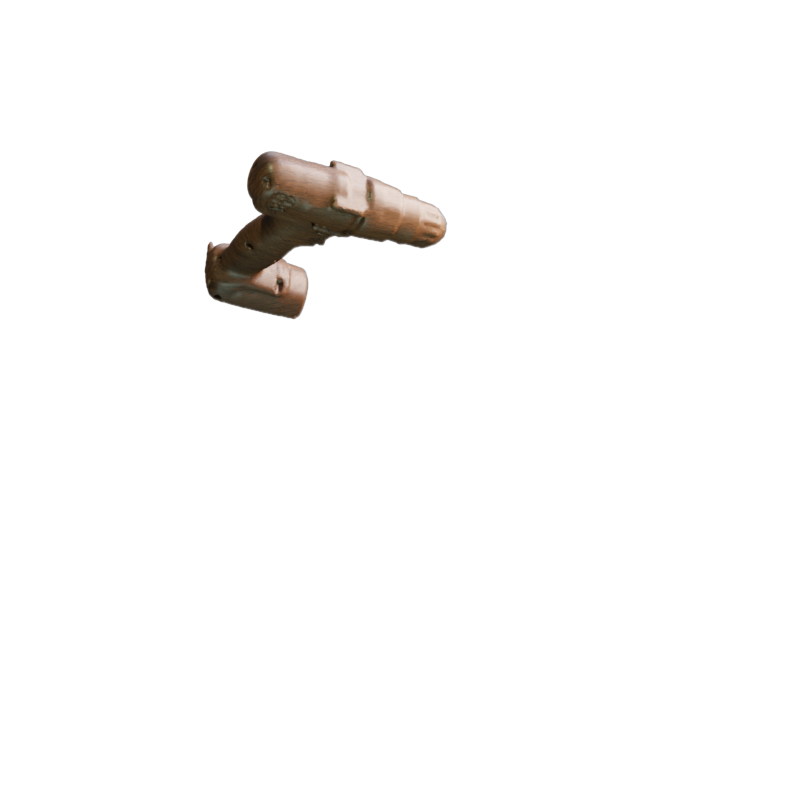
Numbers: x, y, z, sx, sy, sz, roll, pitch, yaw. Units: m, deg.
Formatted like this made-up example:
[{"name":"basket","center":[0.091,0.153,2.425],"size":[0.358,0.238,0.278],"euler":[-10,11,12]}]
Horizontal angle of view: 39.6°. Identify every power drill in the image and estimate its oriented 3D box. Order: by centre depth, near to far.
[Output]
[{"name":"power drill","center":[-0.077,-0.140,0.983],"size":[0.176,0.061,0.184],"euler":[16,-34,-26]}]
